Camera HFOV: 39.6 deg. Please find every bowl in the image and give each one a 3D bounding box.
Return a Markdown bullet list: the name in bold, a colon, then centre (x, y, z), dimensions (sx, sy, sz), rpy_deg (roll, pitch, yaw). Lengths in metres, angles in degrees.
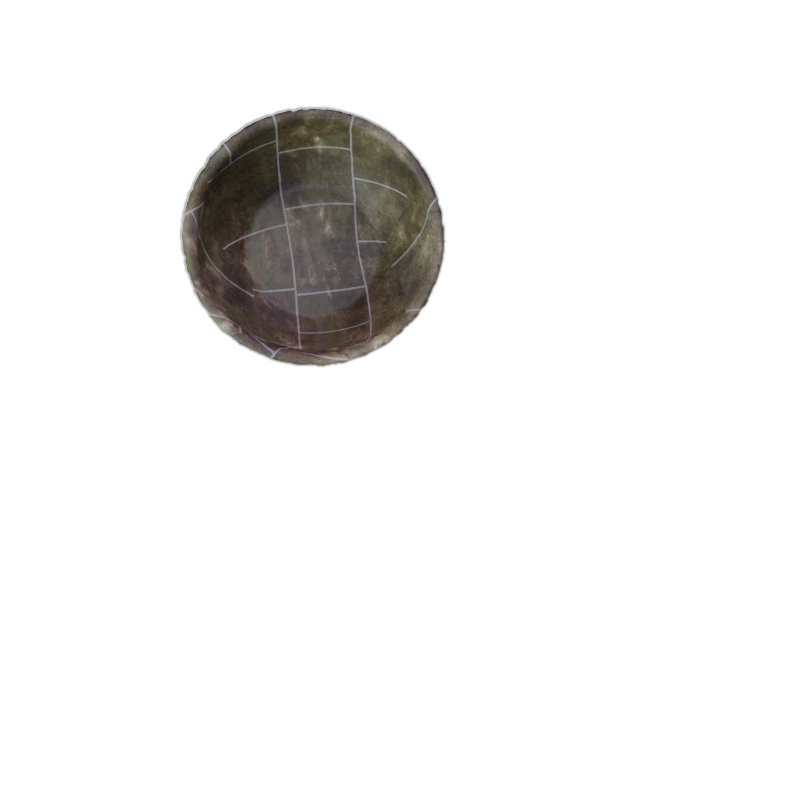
- **bowl**: centre (-0.055, -0.101, 0.705), dimensions (0.162, 0.166, 0.054), rpy_deg (0, -9, -1)
